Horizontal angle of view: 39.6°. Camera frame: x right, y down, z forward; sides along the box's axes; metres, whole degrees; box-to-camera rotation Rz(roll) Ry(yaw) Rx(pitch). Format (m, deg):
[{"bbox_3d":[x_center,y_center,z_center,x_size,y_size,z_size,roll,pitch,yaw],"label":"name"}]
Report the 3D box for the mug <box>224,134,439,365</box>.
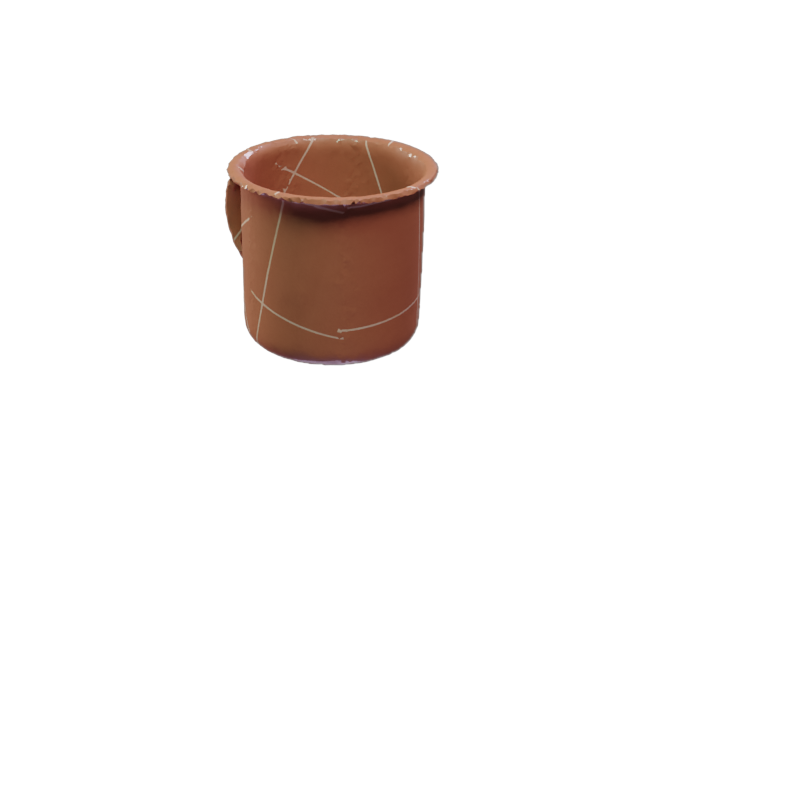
[{"bbox_3d":[-0.040,-0.073,0.511,0.124,0.077,0.093,23,34,36],"label":"mug"}]
